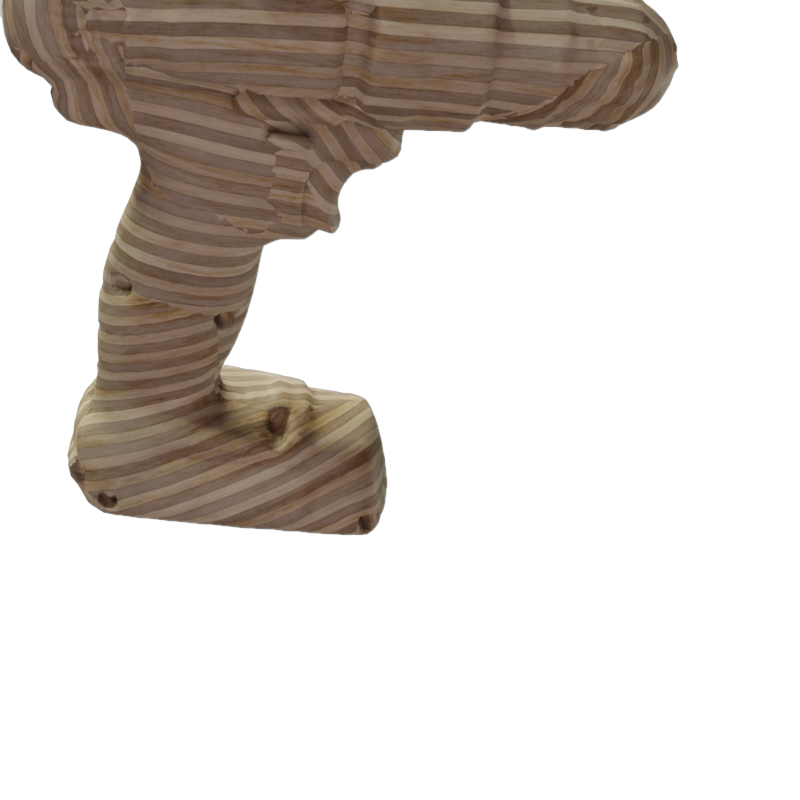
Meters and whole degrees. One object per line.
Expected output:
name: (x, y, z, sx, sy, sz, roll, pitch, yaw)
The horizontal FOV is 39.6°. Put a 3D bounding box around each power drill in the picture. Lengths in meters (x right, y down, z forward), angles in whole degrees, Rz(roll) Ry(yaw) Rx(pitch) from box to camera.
power drill: (-0.026, -0.048, 0.336, 0.183, 0.178, 0.061, 8, 28, -5)
